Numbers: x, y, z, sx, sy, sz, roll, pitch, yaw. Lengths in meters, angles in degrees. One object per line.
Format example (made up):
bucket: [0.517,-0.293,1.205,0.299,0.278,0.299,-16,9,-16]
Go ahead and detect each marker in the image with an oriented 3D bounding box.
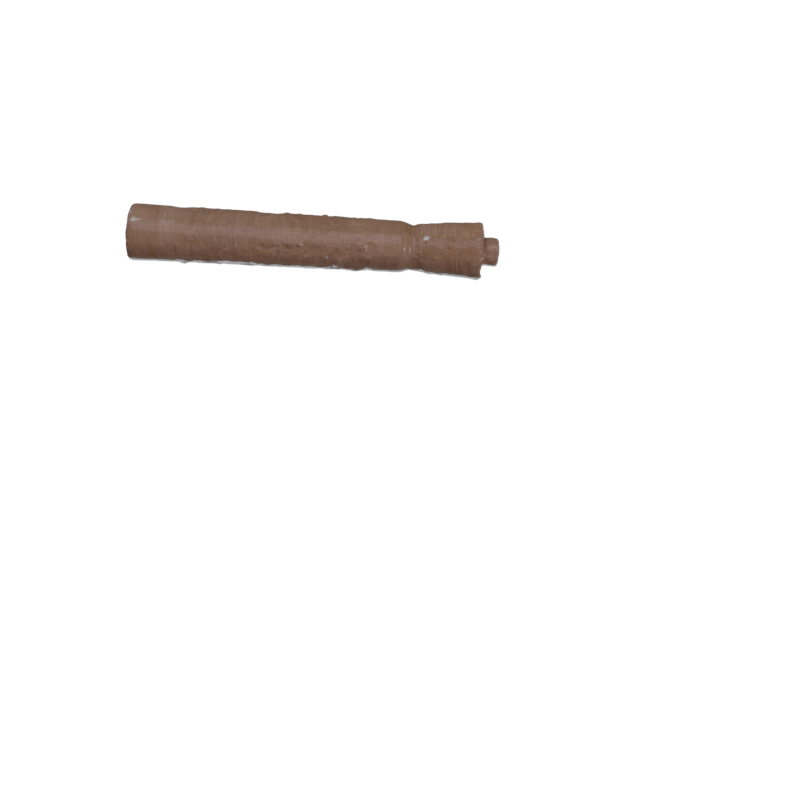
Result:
marker: [-0.028,-0.052,0.364,0.121,0.020,0.020,4,4,1]
